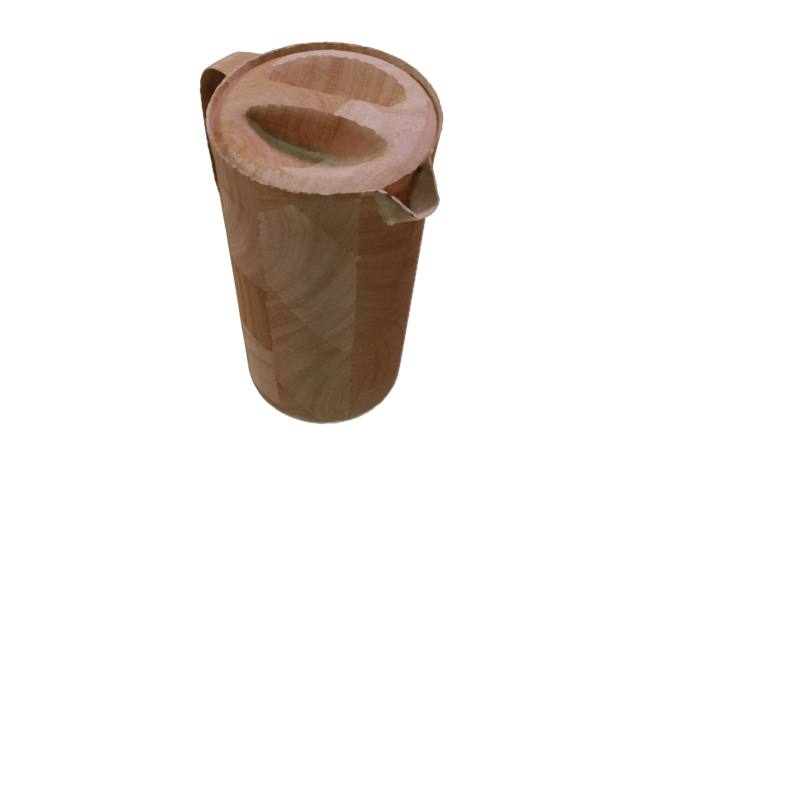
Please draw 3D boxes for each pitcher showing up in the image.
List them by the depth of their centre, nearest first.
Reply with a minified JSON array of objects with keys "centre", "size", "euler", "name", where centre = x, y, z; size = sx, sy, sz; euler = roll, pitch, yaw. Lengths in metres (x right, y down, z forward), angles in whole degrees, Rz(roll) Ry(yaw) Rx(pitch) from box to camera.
[{"centre":[-0.055,-0.101,0.708],"size":[0.145,0.160,0.226],"euler":[1,-39,-2],"name":"pitcher"}]
